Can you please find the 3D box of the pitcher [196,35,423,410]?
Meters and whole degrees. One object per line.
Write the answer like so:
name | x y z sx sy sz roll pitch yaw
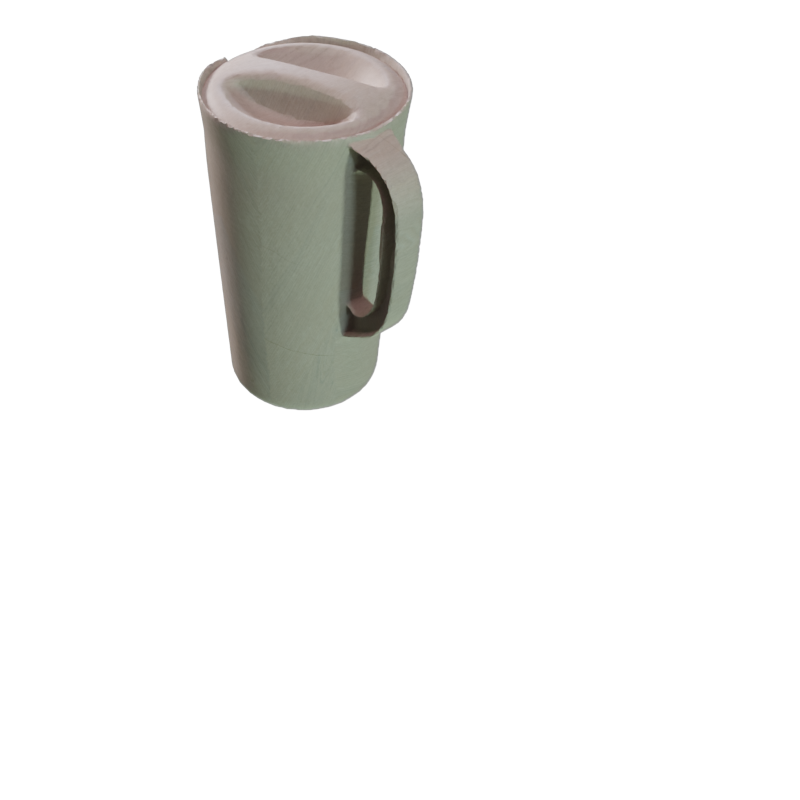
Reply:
pitcher | -0.058 -0.106 0.742 0.146 0.227 0.159 5 41 3
